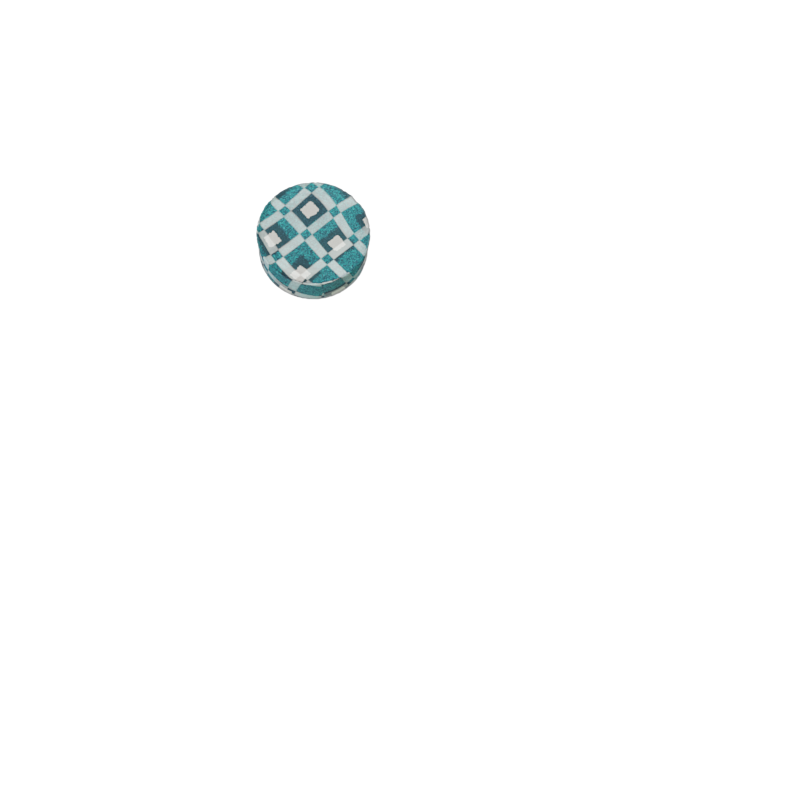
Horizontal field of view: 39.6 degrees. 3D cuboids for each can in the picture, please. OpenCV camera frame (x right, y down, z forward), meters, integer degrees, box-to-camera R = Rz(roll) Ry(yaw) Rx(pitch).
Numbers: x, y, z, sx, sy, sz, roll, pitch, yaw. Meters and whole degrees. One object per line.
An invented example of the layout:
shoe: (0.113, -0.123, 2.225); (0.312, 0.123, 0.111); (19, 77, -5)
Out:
can: (-0.066, -0.121, 0.848); (0.086, 0.091, 0.032); (-1, -24, -1)
